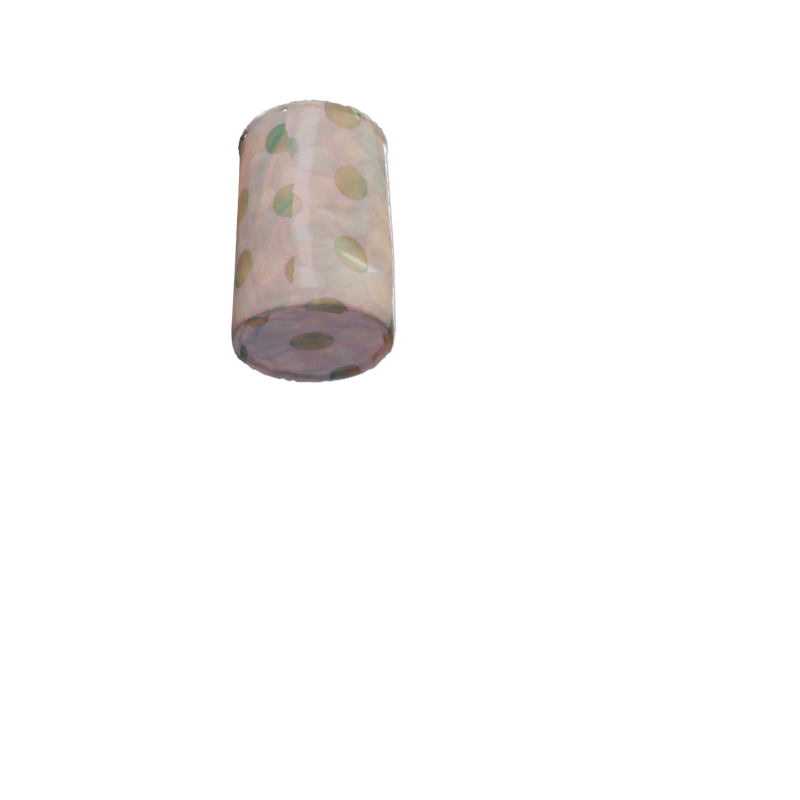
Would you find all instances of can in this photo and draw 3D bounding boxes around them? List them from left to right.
[{"bbox_3d":[-0.037,-0.068,0.474,0.068,0.109,0.064,-1,-31,-2],"label":"can"}]
